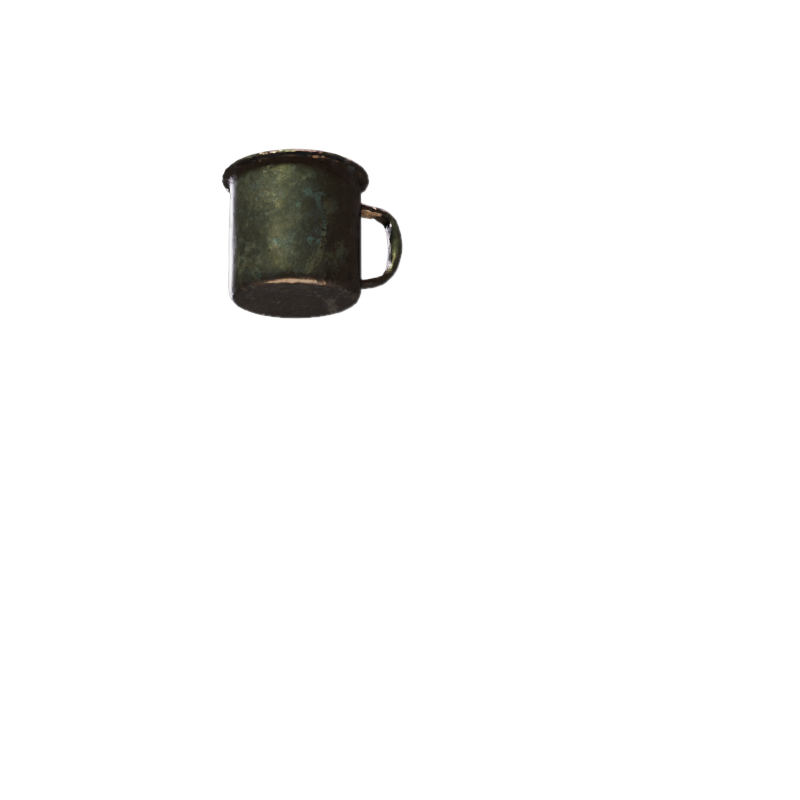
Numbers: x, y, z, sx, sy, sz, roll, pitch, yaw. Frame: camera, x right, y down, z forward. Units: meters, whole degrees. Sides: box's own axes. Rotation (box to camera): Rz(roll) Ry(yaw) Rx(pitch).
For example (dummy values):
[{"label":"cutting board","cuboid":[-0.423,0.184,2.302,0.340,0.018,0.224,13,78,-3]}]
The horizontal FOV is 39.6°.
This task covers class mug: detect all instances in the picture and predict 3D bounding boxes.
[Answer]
[{"label":"mug","cuboid":[-0.054,-0.099,0.690,0.113,0.085,0.092,6,-17,-22]}]
